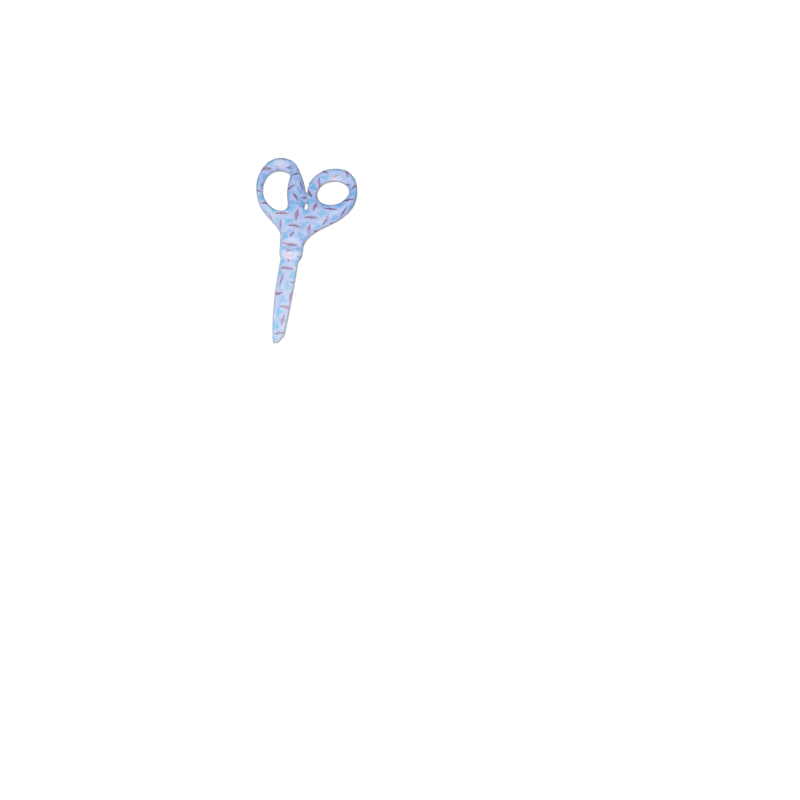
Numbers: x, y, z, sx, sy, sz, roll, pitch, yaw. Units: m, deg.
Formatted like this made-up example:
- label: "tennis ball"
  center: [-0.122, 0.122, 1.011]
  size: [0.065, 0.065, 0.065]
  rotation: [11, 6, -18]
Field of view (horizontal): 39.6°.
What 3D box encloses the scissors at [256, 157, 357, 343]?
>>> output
- label: "scissors"
  center: [-0.072, -0.131, 0.916]
  size: [0.095, 0.218, 0.015]
  rotation: [-9, -40, -8]
